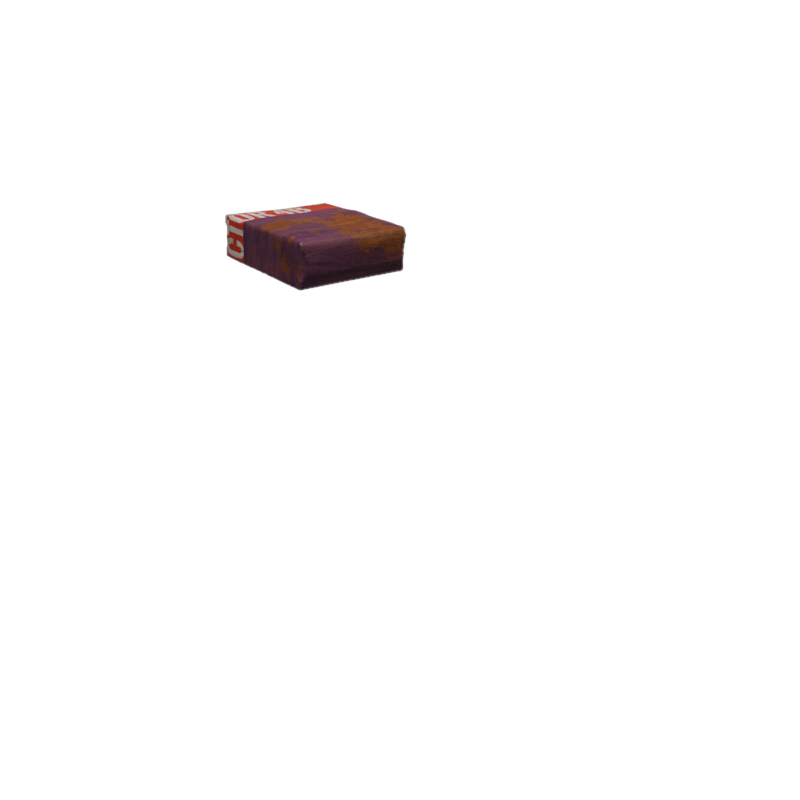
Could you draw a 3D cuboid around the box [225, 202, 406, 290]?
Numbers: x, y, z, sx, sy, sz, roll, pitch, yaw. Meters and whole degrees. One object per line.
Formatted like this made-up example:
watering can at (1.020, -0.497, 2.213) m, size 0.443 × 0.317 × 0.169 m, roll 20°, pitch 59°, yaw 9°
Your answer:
box at (-0.051, -0.094, 0.658) m, size 0.071 × 0.029 × 0.095 m, roll -13°, pitch 24°, yaw -32°
